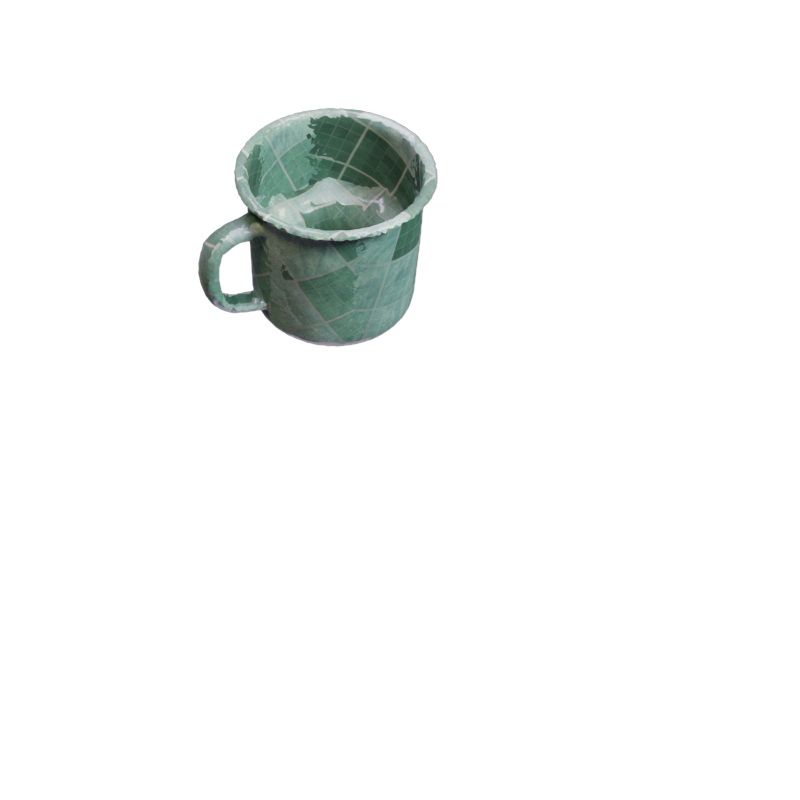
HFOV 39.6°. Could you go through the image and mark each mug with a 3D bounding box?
[{"bbox_3d":[-0.041,-0.076,0.529,0.117,0.076,0.100,-26,53,-23],"label":"mug"}]
